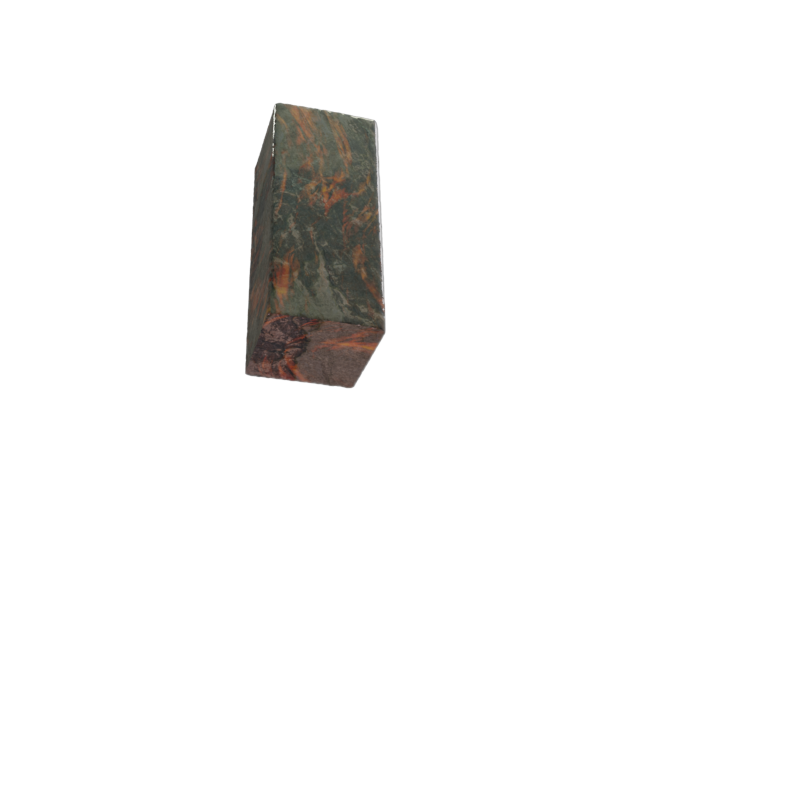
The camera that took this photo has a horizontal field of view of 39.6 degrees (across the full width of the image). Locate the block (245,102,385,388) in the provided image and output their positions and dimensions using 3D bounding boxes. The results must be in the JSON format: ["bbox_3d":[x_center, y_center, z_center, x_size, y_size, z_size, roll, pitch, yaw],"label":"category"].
[{"bbox_3d":[-0.068,-0.126,0.883,0.088,0.221,0.087,8,-35,-15],"label":"block"}]
